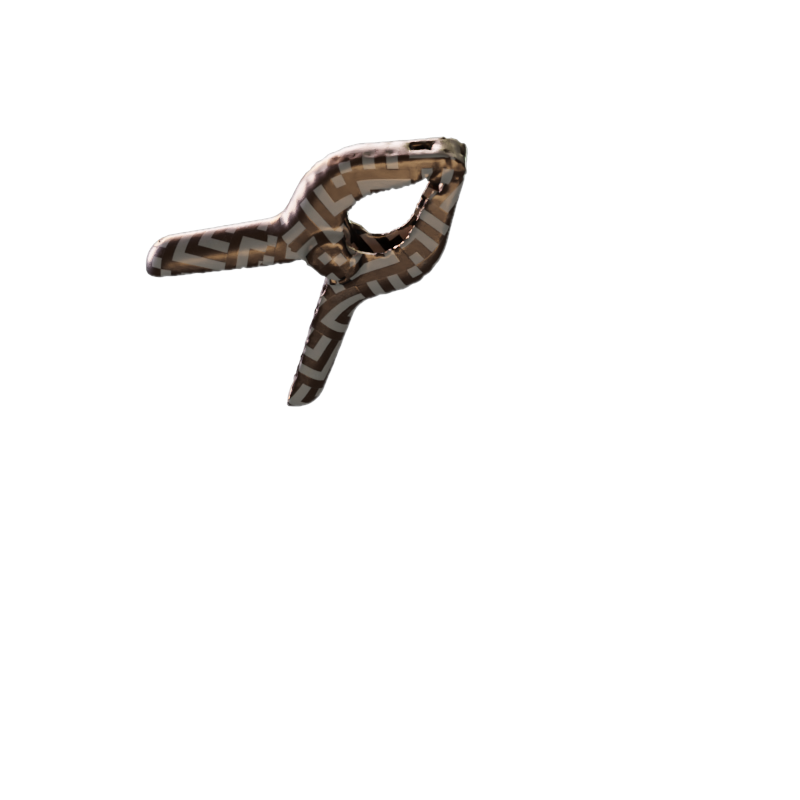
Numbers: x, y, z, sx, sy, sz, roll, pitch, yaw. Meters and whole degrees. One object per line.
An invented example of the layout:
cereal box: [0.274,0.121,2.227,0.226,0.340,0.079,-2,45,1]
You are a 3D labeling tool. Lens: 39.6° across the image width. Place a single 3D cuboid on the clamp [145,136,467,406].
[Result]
clamp: [-0.044,-0.080,0.557,0.115,0.168,0.042,35,25,-20]
